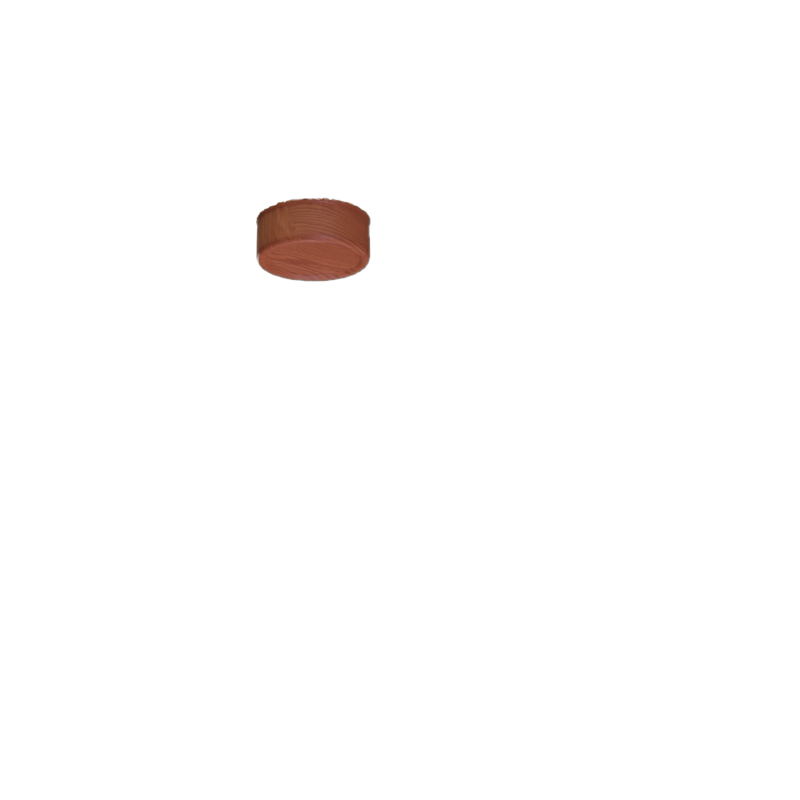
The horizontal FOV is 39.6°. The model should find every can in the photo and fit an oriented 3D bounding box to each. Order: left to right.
[{"bbox_3d":[-0.065,-0.118,0.824,0.086,0.035,0.082,0,-16,-2],"label":"can"}]
